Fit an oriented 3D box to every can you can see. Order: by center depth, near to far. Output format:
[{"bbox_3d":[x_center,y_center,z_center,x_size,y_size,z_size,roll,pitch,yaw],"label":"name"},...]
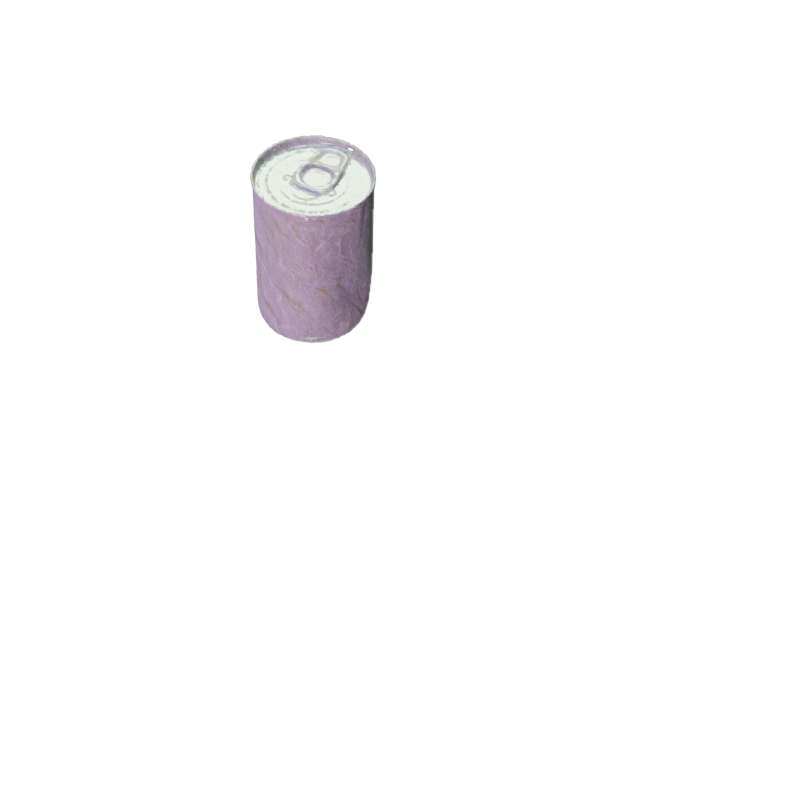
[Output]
[{"bbox_3d":[-0.049,-0.090,0.632,0.068,0.074,0.095,0,-42,-3],"label":"can"}]
